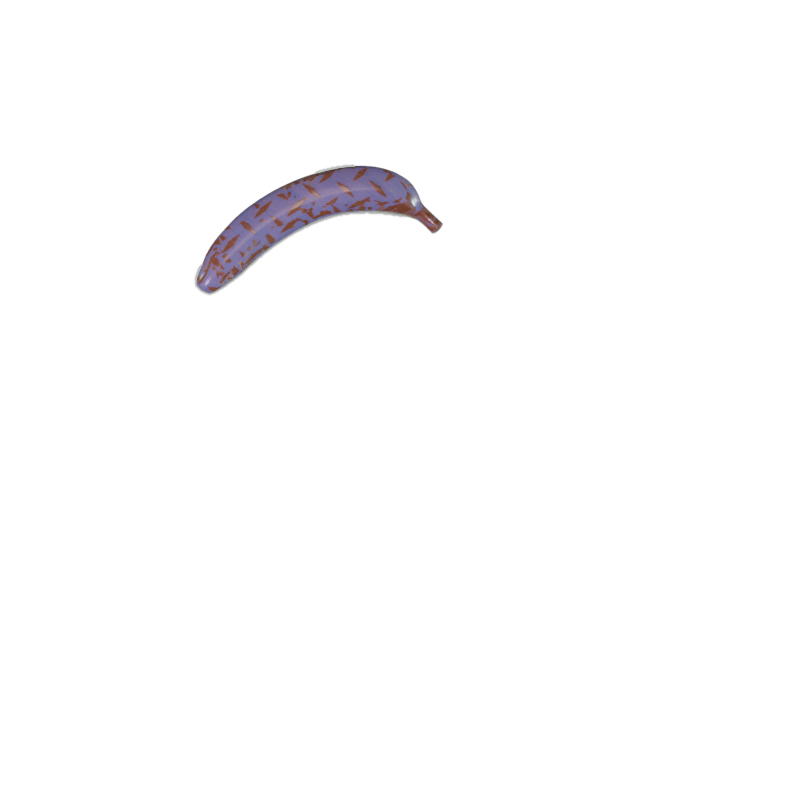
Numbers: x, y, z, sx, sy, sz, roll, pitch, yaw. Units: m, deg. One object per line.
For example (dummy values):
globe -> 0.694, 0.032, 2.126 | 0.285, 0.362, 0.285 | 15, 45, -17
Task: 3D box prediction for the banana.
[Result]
banana -> -0.069, -0.140, 0.858 | 0.197, 0.073, 0.035 | -16, -17, -6
